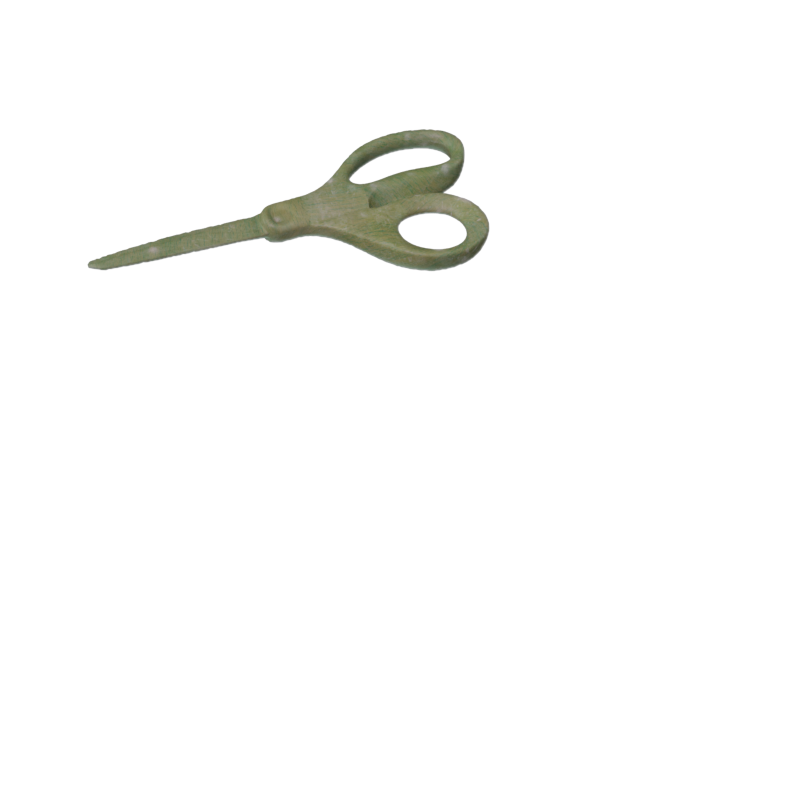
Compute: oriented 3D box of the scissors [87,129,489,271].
[{"bbox_3d":[-0.043,-0.078,0.548,0.201,0.103,0.015,-29,-31,-20],"label":"scissors"}]
